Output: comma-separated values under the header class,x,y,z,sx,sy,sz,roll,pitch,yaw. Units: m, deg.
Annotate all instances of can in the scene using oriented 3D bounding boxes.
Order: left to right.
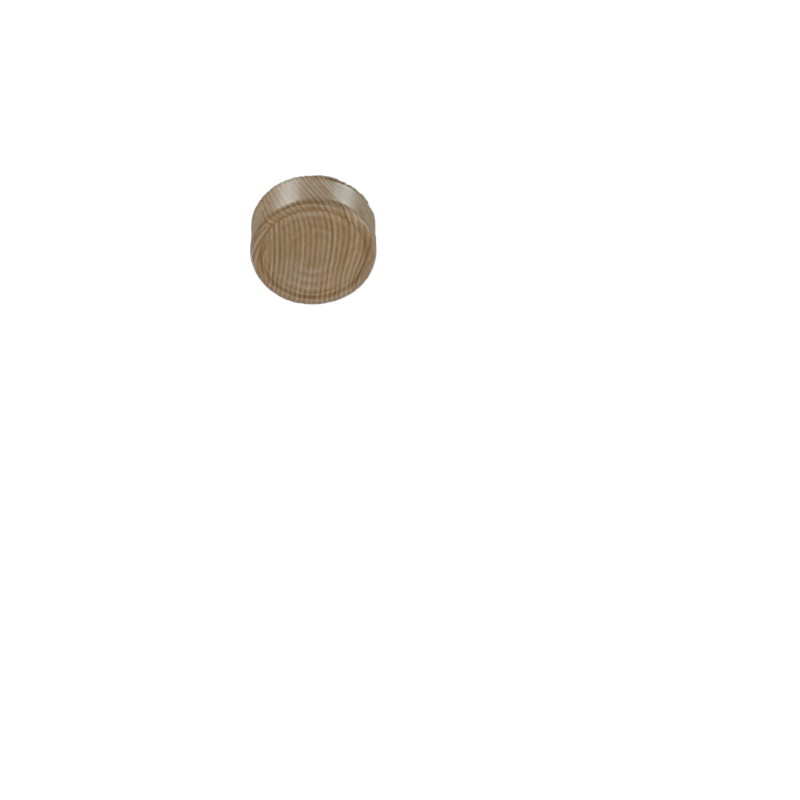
class,x,y,z,sx,sy,sz,roll,pitch,yaw
can,-0.058,-0.107,0.747,0.086,0.080,0.036,1,37,-1
